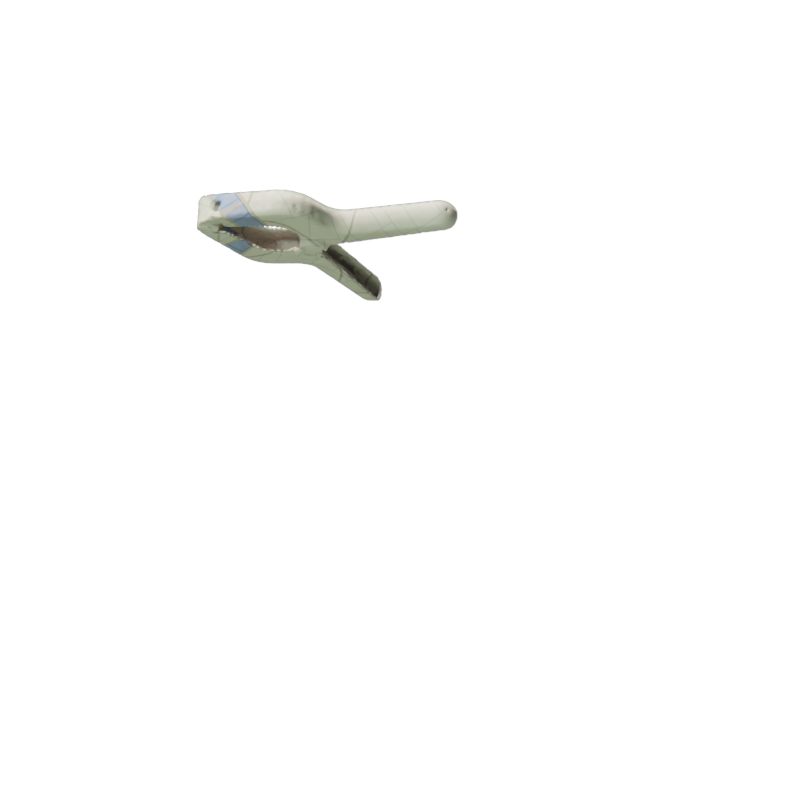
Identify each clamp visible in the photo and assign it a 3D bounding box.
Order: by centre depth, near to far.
[{"bbox_3d":[-0.076,-0.138,0.965,0.205,0.039,0.159,7,-25,-15],"label":"clamp"}]
